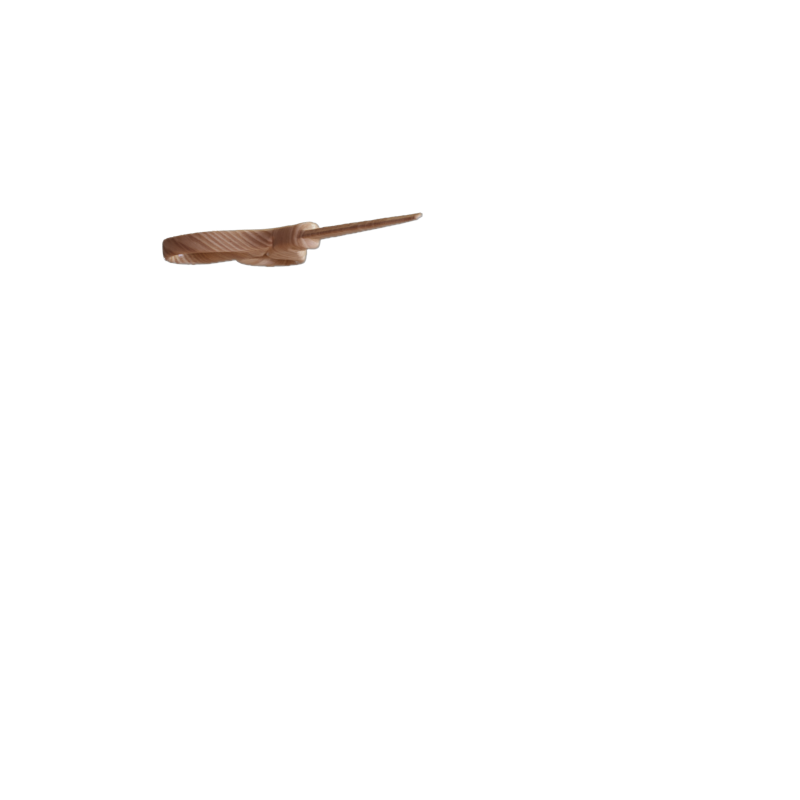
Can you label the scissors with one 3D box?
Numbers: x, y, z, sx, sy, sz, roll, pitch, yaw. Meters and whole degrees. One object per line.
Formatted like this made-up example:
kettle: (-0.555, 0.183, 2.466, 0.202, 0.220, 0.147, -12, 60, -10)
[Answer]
scissors: (-0.050, -0.091, 0.637, 0.209, 0.016, 0.092, 1, 1, 35)
